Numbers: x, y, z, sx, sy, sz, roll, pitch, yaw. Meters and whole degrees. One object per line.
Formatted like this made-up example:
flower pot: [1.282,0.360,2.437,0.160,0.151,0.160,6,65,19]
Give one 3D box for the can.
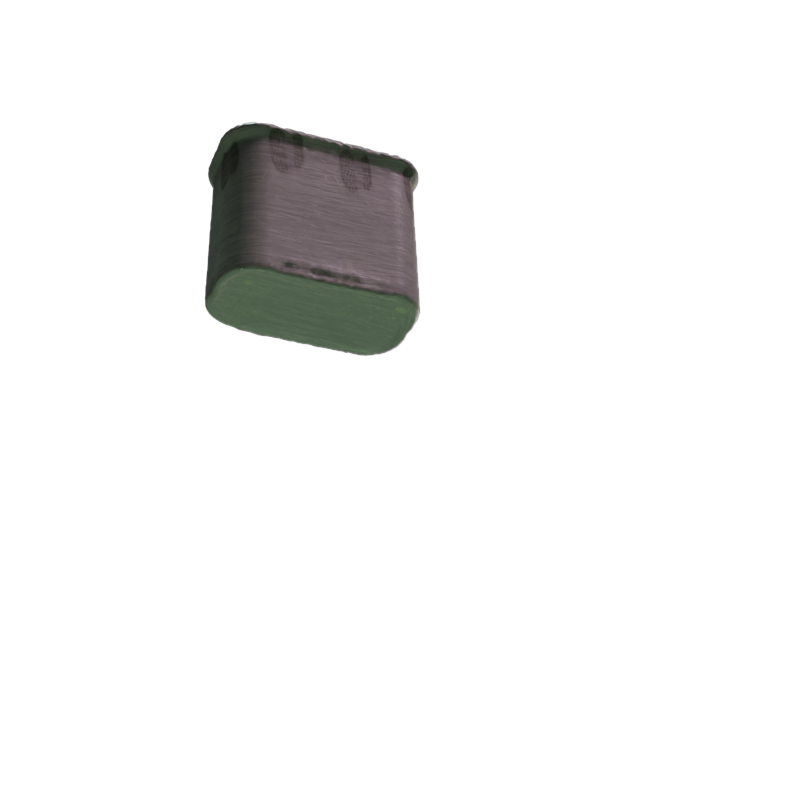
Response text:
can: [-0.041,-0.075,0.526,0.099,0.090,0.055,11,-36,-18]
